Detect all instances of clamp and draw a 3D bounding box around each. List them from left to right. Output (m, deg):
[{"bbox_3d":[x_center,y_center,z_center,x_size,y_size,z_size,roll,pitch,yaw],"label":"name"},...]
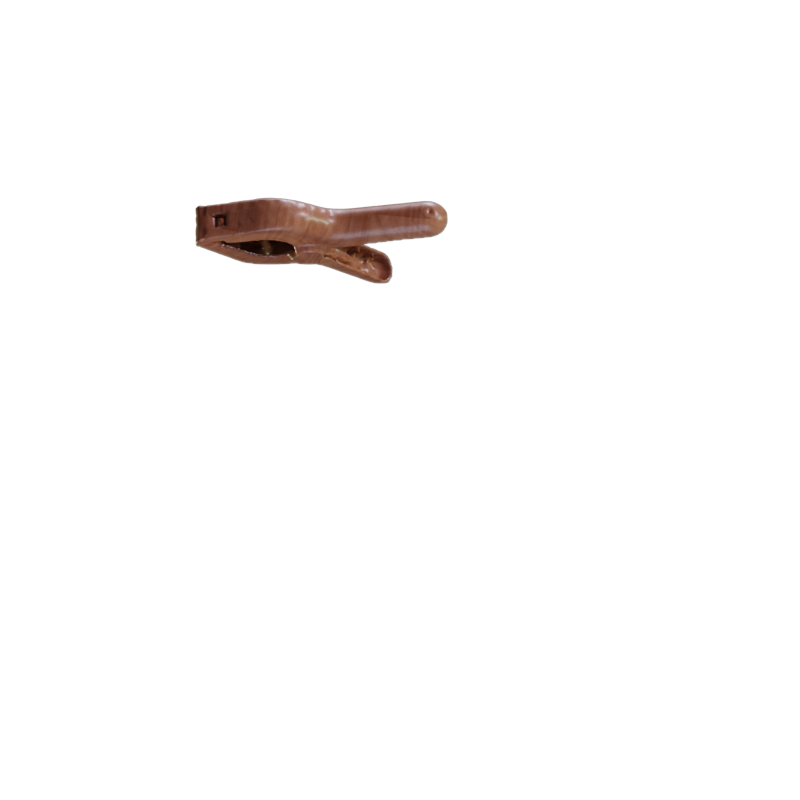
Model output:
[{"bbox_3d":[-0.062,-0.113,0.795,0.169,0.041,0.115,3,-22,-9],"label":"clamp"}]
